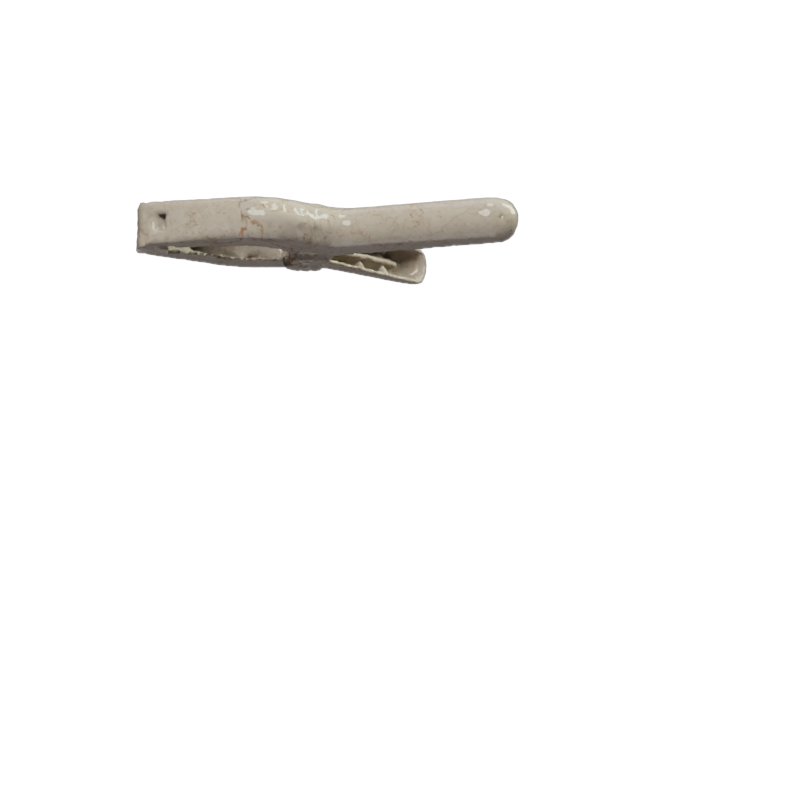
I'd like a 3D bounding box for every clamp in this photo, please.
[{"bbox_3d":[-0.053,-0.096,0.672,0.208,0.037,0.163,1,-5,-8],"label":"clamp"}]
